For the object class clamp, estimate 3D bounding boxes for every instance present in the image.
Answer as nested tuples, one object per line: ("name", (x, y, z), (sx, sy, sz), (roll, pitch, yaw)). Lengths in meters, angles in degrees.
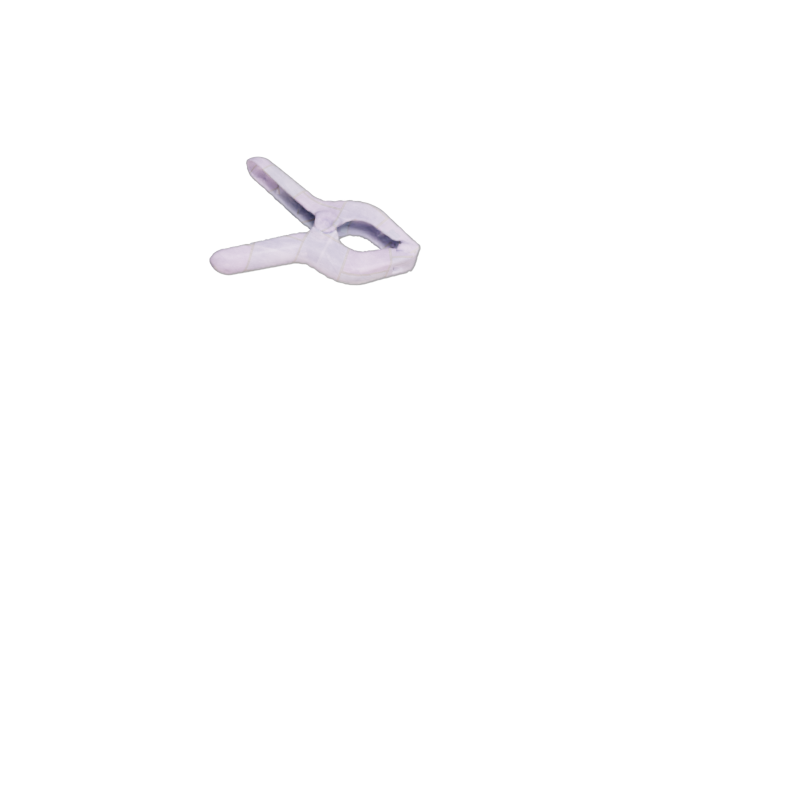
("clamp", (-0.073, -0.133, 0.930), (0.175, 0.125, 0.037), (21, -26, 10))
